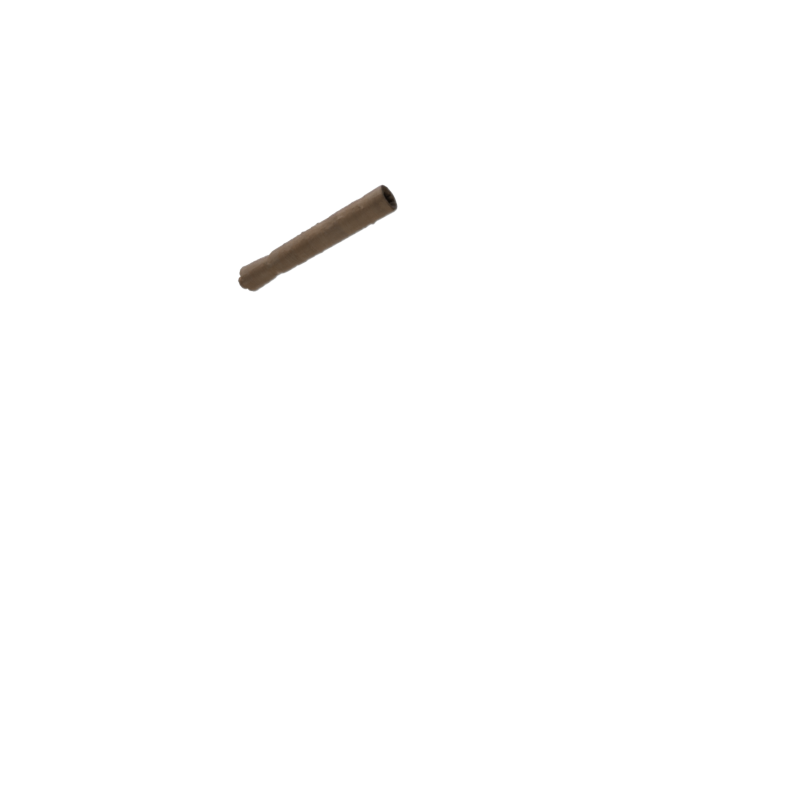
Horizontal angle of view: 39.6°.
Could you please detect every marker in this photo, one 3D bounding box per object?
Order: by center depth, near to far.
[{"bbox_3d":[-0.056,-0.102,0.718,0.121,0.020,0.019,-26,-8,24],"label":"marker"}]
